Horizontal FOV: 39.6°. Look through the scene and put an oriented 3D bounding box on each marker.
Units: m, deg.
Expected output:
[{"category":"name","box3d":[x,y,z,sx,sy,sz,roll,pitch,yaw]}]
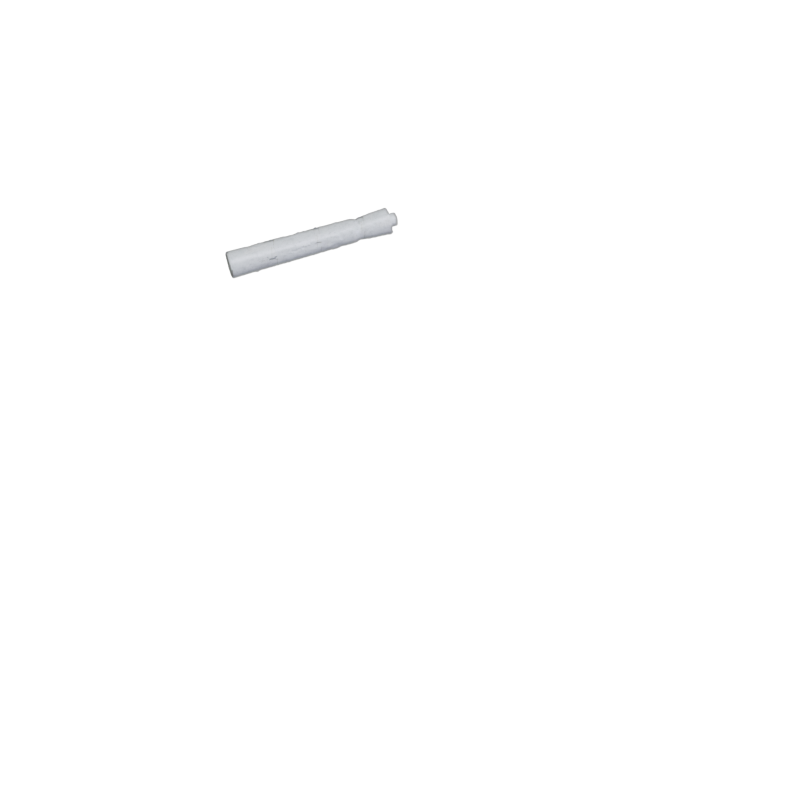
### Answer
[{"category":"marker","box3d":[-0.060,-0.109,0.763,0.120,0.020,0.020,-17,7,-8]}]
